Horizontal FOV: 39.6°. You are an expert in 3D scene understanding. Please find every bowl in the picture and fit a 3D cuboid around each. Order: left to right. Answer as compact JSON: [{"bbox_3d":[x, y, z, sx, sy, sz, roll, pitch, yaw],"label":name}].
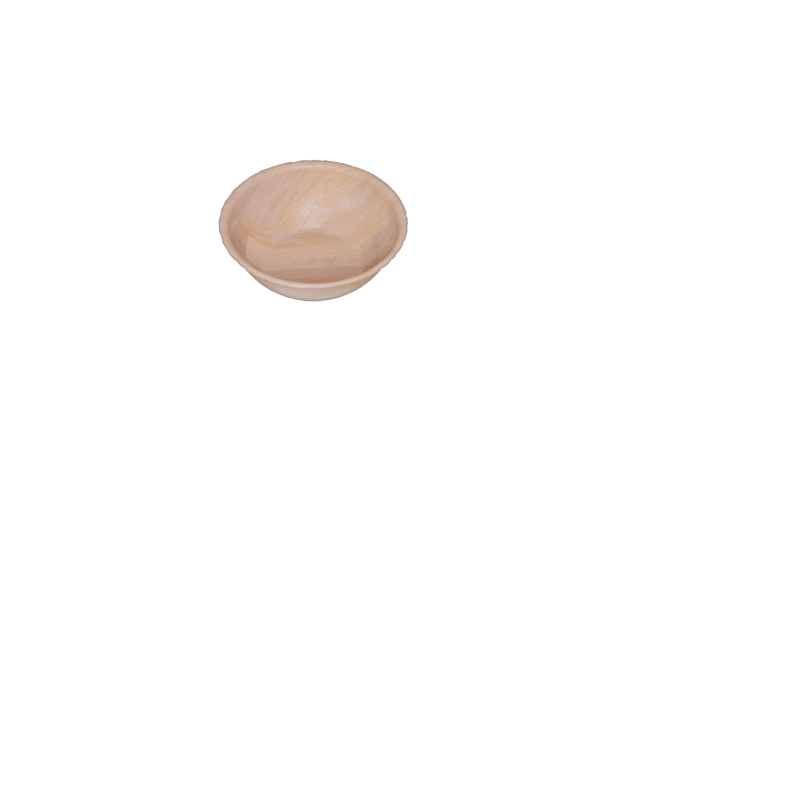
[{"bbox_3d":[-0.075,-0.138,0.963,0.162,0.174,0.051,-1,-43,-1],"label":"bowl"}]
